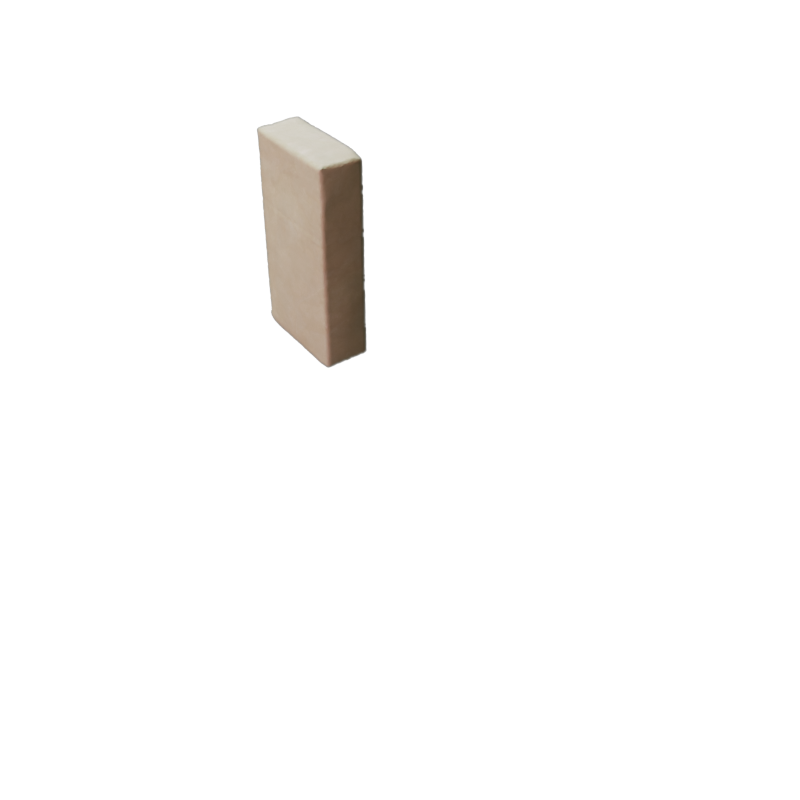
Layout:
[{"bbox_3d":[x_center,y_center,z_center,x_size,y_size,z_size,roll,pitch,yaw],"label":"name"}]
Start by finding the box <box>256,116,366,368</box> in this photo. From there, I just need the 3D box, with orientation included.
[{"bbox_3d":[-0.068,-0.124,0.870,0.047,0.166,0.101,-18,38,-29],"label":"box"}]
